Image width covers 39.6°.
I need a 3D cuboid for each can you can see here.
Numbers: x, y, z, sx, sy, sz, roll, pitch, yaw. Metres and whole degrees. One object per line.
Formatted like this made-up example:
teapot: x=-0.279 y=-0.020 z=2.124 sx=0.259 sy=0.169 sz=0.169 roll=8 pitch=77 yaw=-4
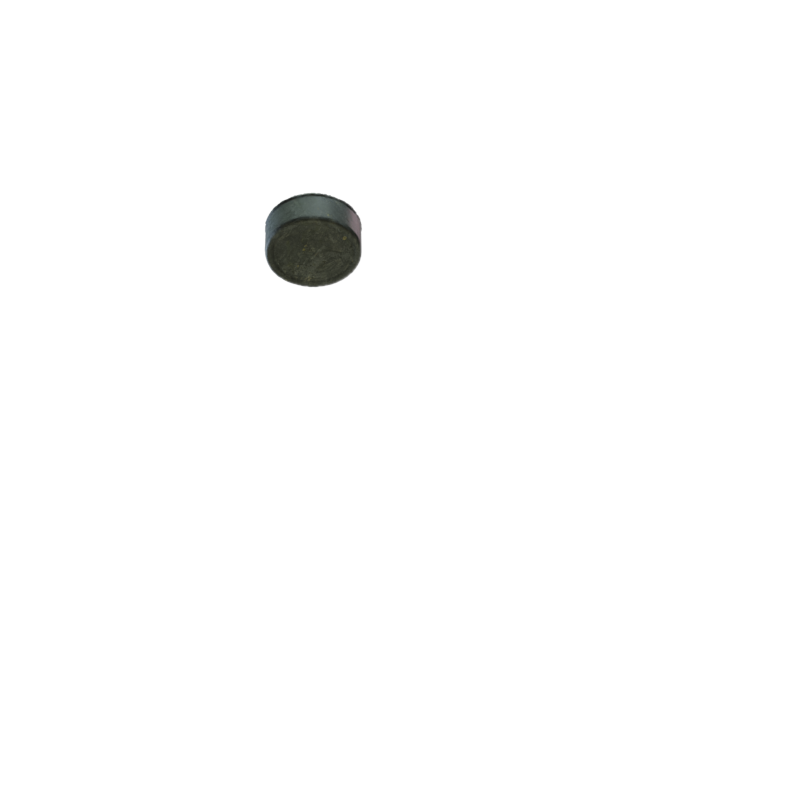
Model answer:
can: x=-0.076 y=-0.138 z=0.970 sx=0.086 sy=0.036 sz=0.080 roll=1 pitch=-41 yaw=-1
